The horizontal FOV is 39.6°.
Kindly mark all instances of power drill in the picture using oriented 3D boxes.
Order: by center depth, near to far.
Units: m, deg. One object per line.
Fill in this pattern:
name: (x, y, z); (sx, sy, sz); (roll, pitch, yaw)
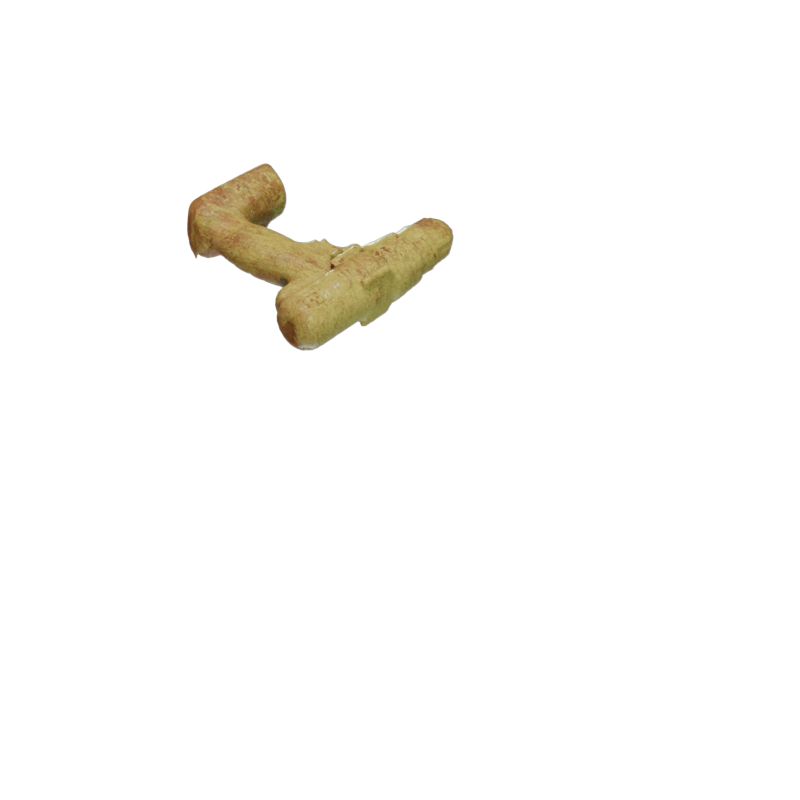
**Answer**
power drill: (-0.073, -0.134, 0.936); (0.200, 0.054, 0.185); (32, 49, 32)
